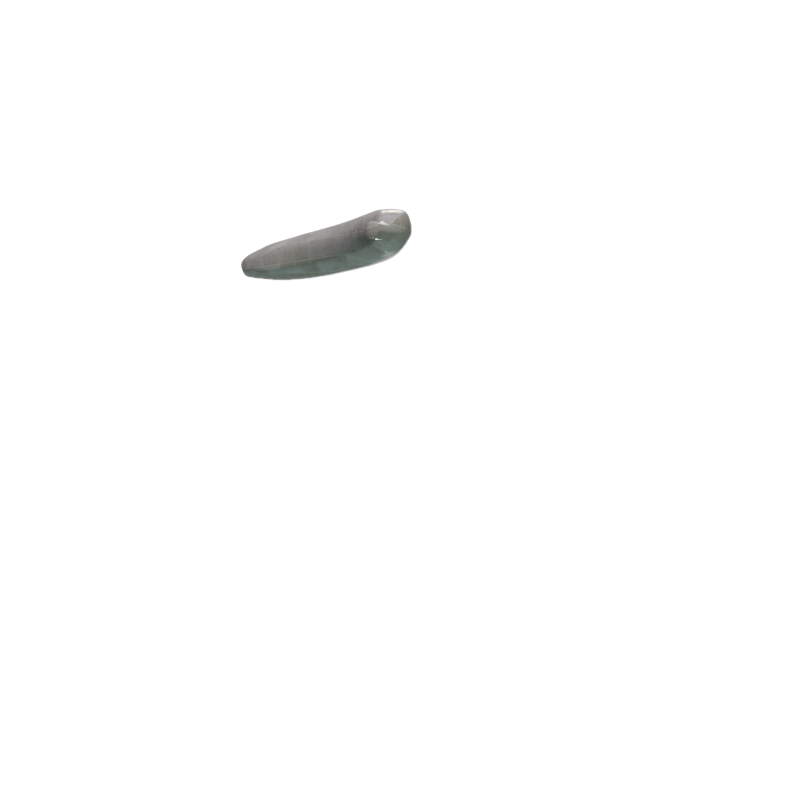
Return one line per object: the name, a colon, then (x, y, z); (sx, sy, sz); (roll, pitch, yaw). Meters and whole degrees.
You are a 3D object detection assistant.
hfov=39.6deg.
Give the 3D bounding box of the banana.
banana: (-0.049, -0.120, 0.852); (0.067, 0.038, 0.202); (4, -7, -34)
